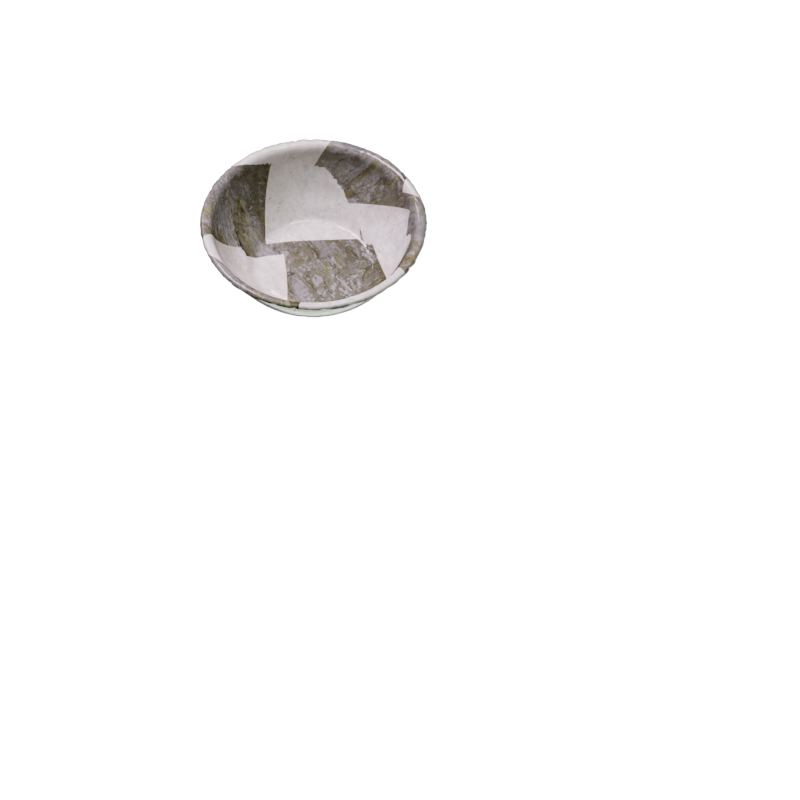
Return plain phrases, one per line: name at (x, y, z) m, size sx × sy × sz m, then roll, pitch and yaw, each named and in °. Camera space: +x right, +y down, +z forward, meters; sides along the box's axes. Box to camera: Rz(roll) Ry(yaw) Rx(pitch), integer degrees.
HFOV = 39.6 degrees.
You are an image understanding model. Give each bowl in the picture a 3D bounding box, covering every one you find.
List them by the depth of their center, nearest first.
bowl at (-0.064, -0.116, 0.811) m, size 0.162 × 0.174 × 0.051 m, roll -1°, pitch -37°, yaw -1°
